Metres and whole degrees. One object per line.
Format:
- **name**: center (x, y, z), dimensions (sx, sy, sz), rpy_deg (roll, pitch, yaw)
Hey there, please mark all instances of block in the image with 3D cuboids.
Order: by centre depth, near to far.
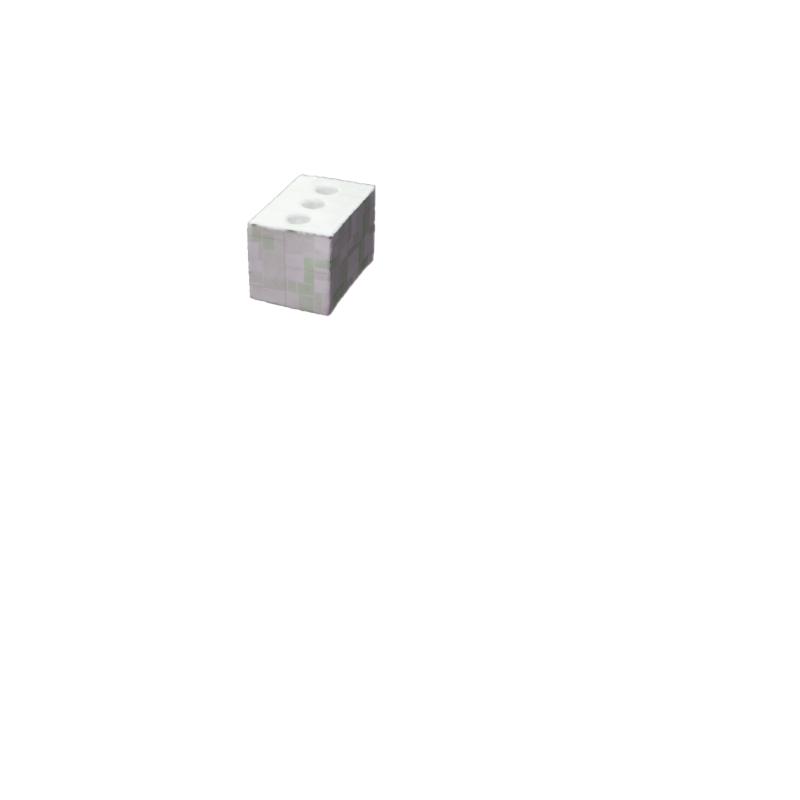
- **block**: center (-0.052, -0.094, 0.658), dimensions (0.054, 0.048, 0.080), rpy_deg (11, 33, 15)
